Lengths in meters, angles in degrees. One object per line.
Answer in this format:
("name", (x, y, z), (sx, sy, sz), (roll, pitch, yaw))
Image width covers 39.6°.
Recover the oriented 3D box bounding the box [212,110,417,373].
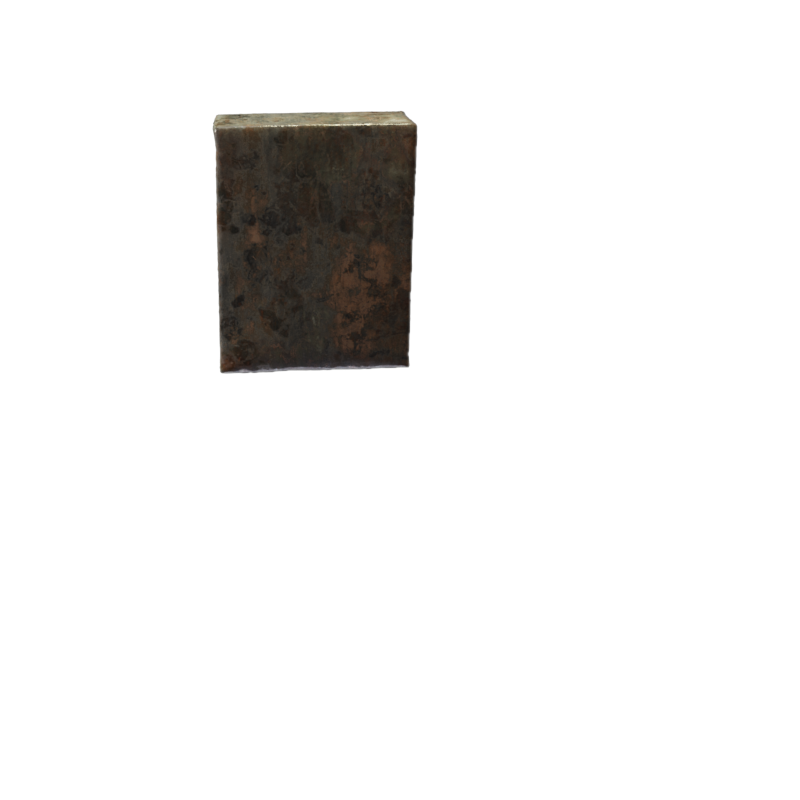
("box", (-0.073, -0.134, 0.937), (0.163, 0.205, 0.075), (-1, 18, -6))
